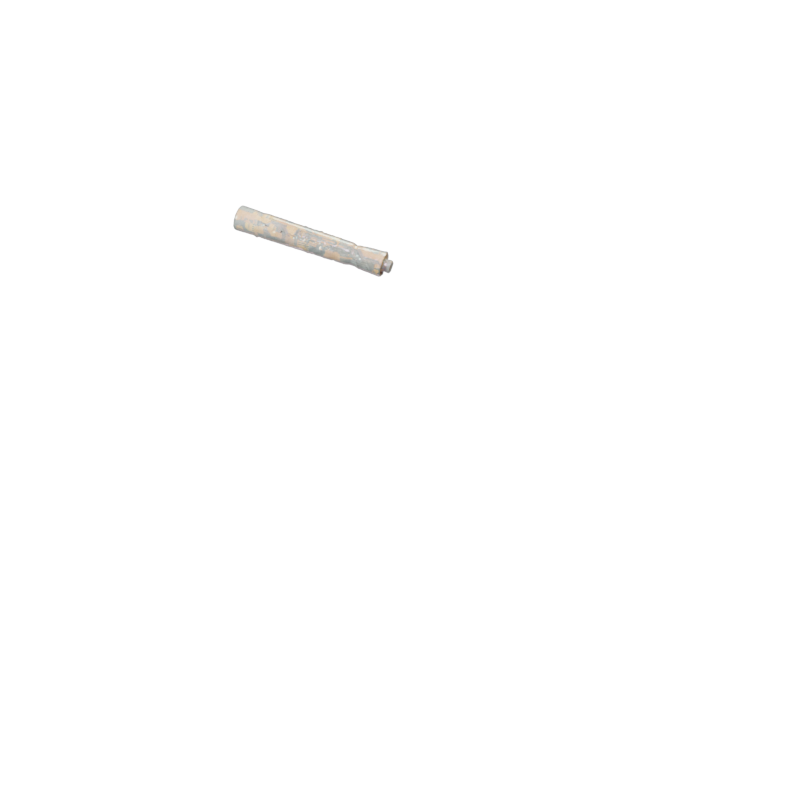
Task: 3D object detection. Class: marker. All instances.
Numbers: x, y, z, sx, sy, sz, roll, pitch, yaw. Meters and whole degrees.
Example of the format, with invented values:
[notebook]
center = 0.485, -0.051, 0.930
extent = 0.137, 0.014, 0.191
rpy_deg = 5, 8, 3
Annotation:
[marker]
center = -0.063, -0.115, 0.807
extent = 0.124, 0.019, 0.019
rpy_deg = 20, 8, 14
